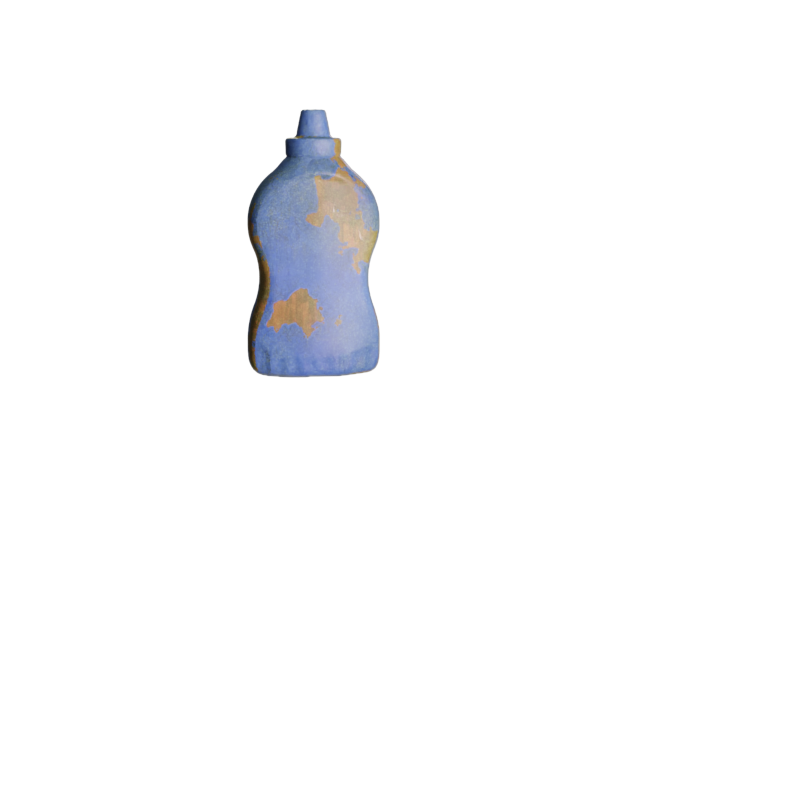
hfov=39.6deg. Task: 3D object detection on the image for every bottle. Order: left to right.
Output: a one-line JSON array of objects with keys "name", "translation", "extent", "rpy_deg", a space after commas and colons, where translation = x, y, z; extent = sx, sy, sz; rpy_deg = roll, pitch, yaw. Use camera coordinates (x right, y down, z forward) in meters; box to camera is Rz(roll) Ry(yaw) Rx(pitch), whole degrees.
[{"name": "bottle", "translation": [-0.064, -0.116, 0.811], "extent": [0.095, 0.189, 0.060], "rpy_deg": [-1, 7, -9]}]
